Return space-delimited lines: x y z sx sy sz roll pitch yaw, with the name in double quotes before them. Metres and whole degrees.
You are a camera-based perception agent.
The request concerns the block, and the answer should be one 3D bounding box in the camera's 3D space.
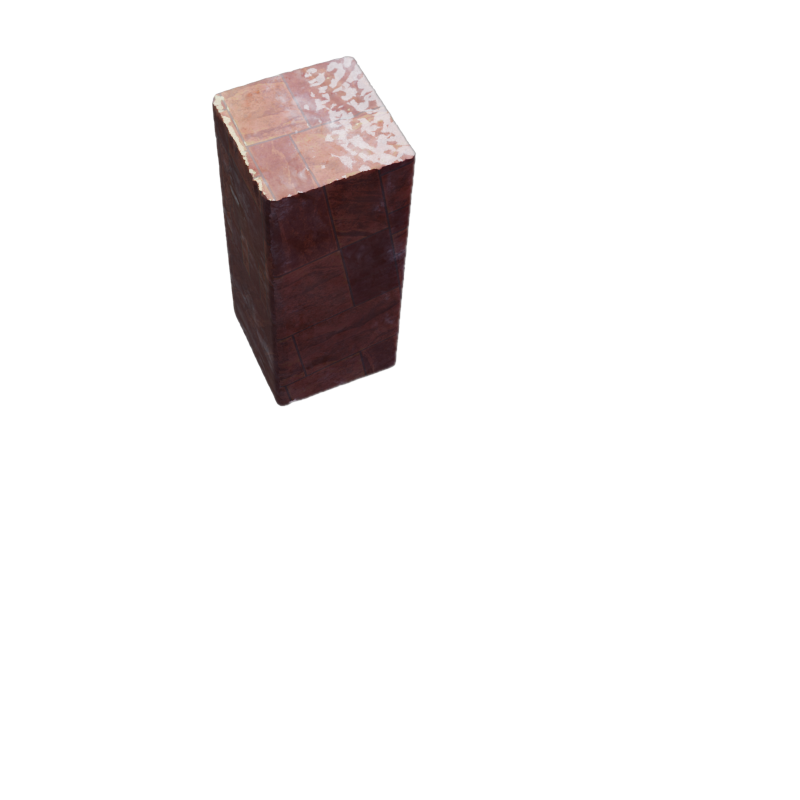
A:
"block" -0.055 -0.098 0.688 0.089 0.098 0.193 -19 -31 -16
